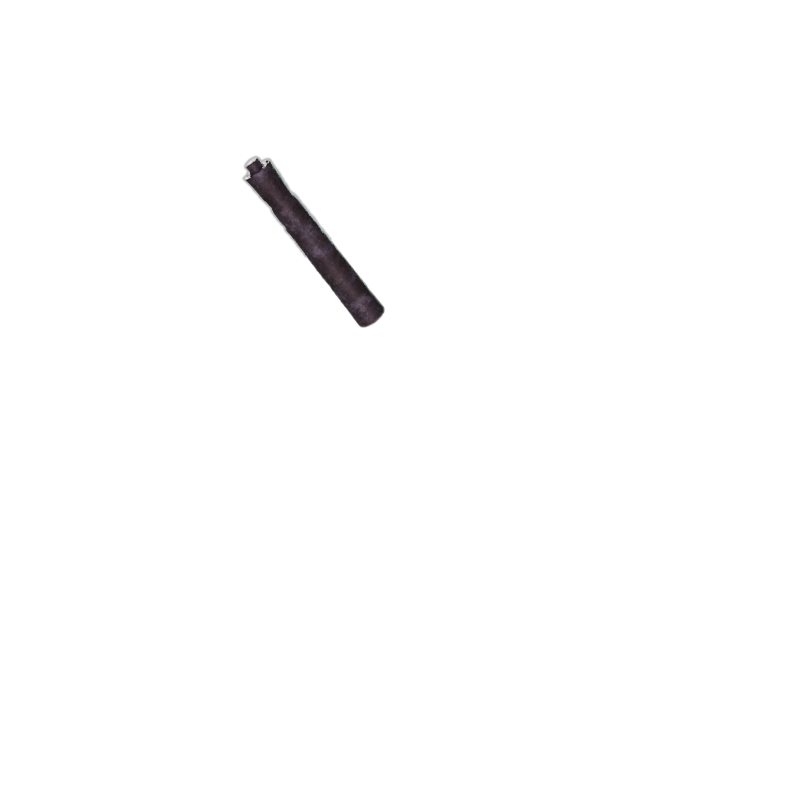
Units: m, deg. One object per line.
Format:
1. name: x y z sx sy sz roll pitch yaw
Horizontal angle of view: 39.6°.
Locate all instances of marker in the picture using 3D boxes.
1. marker: -0.051 -0.093 0.649 0.020 0.116 0.021 -35 17 13
